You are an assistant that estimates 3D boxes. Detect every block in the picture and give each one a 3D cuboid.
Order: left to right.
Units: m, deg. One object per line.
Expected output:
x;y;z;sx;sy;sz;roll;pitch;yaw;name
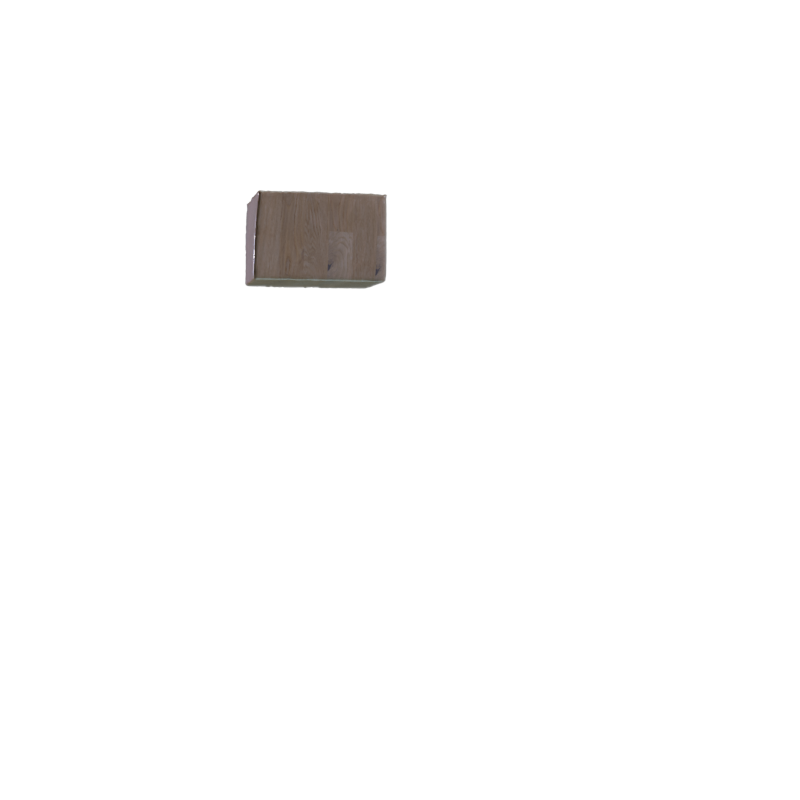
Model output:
-0.051;-0.093;0.655;0.077;0.052;0.053;0;-3;-12;block
